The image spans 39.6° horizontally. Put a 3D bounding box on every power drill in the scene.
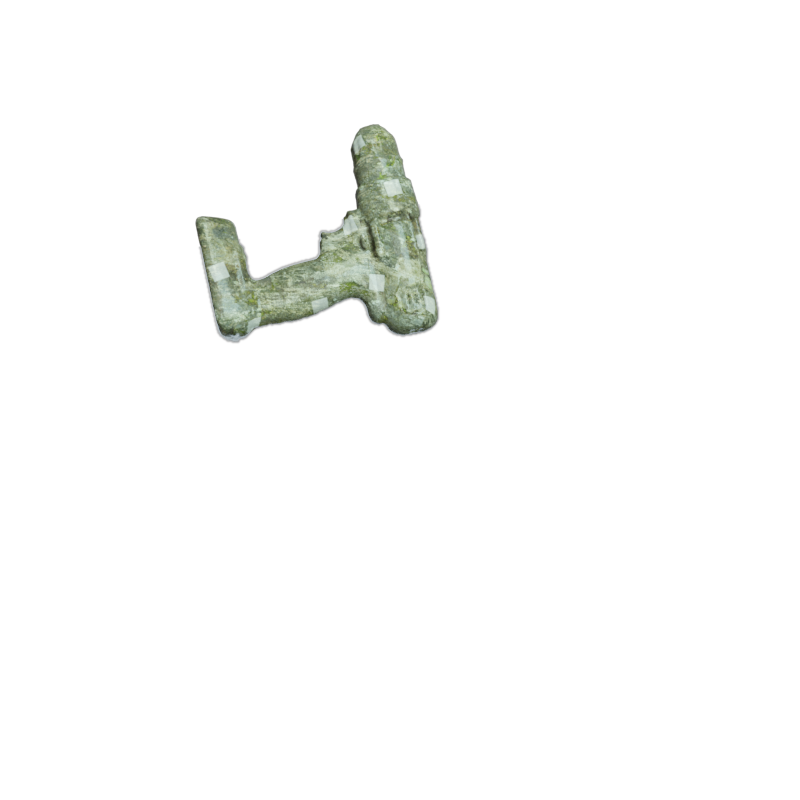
[{"bbox_3d":[-0.072,-0.132,0.925,0.187,0.193,0.055,-12,-16,-4],"label":"power drill"}]
